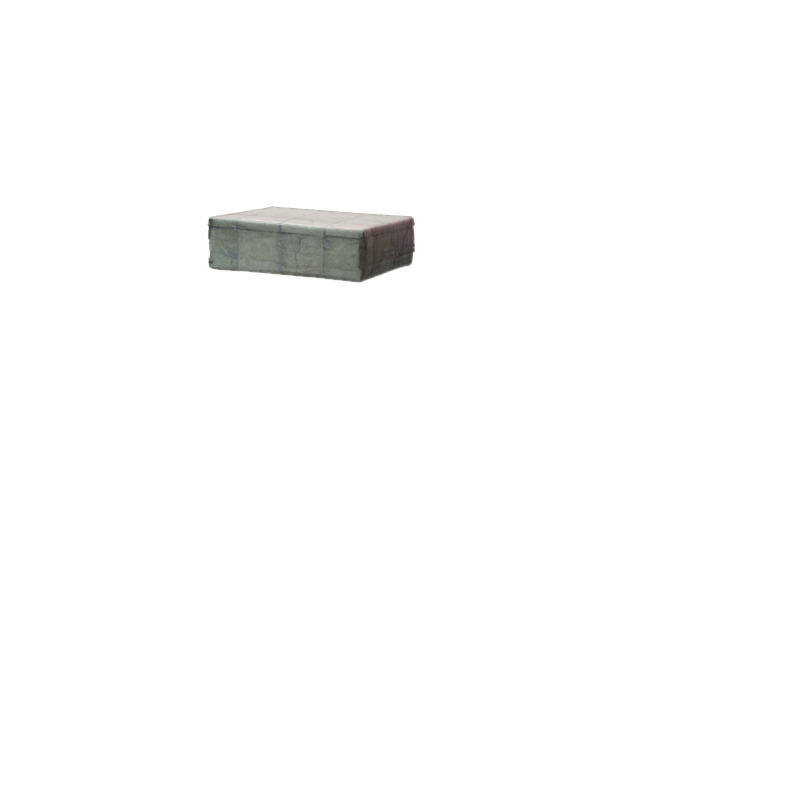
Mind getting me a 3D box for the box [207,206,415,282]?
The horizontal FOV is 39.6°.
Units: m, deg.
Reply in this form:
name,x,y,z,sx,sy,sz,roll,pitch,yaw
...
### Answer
name,x,y,z,sx,sy,sz,roll,pitch,yaw
box,-0.058,-0.105,0.736,0.117,0.038,0.089,6,14,23
